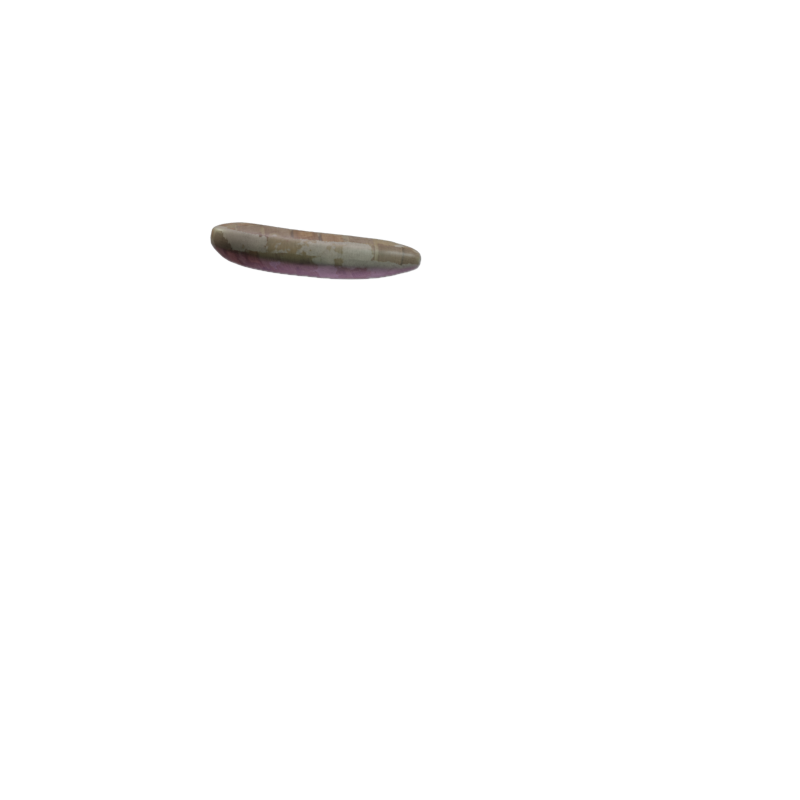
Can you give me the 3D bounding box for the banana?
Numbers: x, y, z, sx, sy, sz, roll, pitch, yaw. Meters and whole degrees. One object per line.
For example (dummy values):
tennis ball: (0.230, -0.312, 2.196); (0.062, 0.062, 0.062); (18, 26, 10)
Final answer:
banana: (-0.084, -0.128, 0.928); (0.205, 0.035, 0.070); (12, 27, 23)
